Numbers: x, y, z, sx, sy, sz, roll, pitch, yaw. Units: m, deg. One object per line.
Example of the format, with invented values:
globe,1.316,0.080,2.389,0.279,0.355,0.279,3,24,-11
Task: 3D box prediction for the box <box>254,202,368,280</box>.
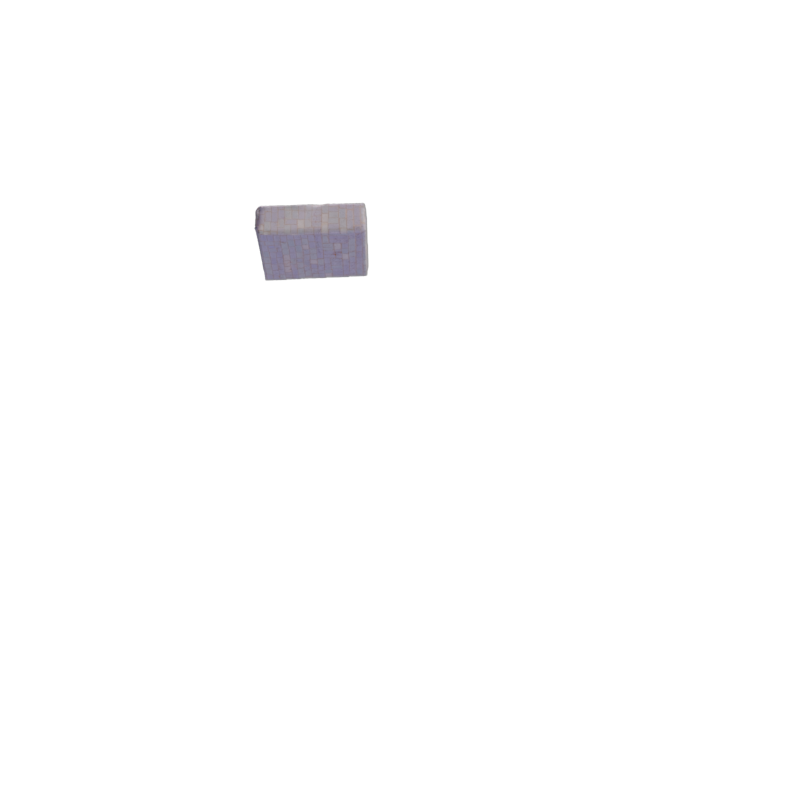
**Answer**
box,-0.071,-0.130,0.907,0.089,0.032,0.068,-1,-27,2
